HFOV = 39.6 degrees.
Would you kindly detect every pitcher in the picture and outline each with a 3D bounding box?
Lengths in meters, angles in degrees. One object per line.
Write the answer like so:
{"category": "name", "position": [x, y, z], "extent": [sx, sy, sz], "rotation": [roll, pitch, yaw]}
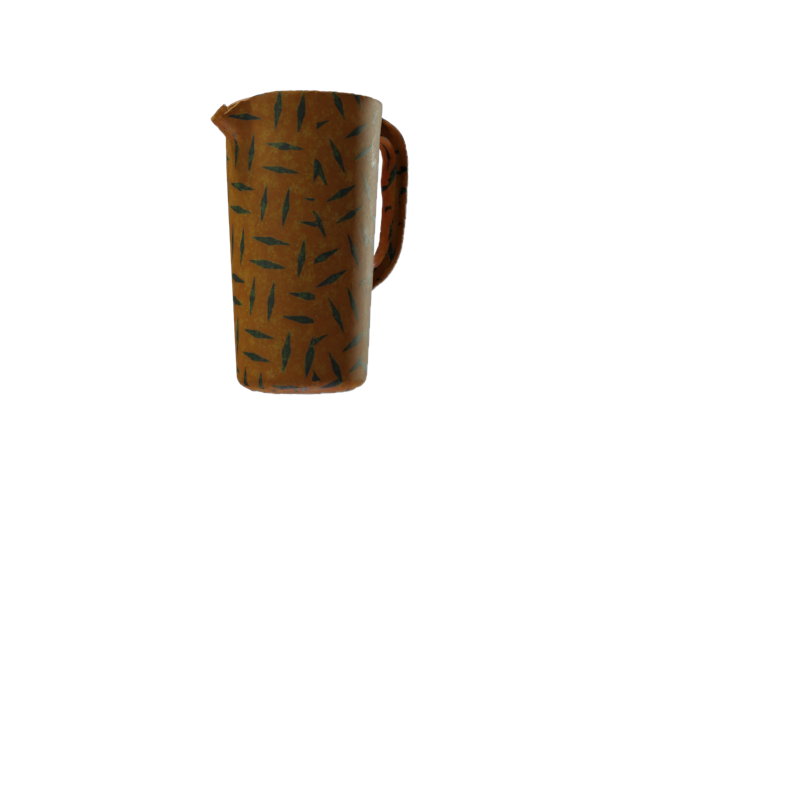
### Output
{"category": "pitcher", "position": [-0.072, -0.132, 0.922], "extent": [0.151, 0.244, 0.143], "rotation": [0, 0, 7]}
